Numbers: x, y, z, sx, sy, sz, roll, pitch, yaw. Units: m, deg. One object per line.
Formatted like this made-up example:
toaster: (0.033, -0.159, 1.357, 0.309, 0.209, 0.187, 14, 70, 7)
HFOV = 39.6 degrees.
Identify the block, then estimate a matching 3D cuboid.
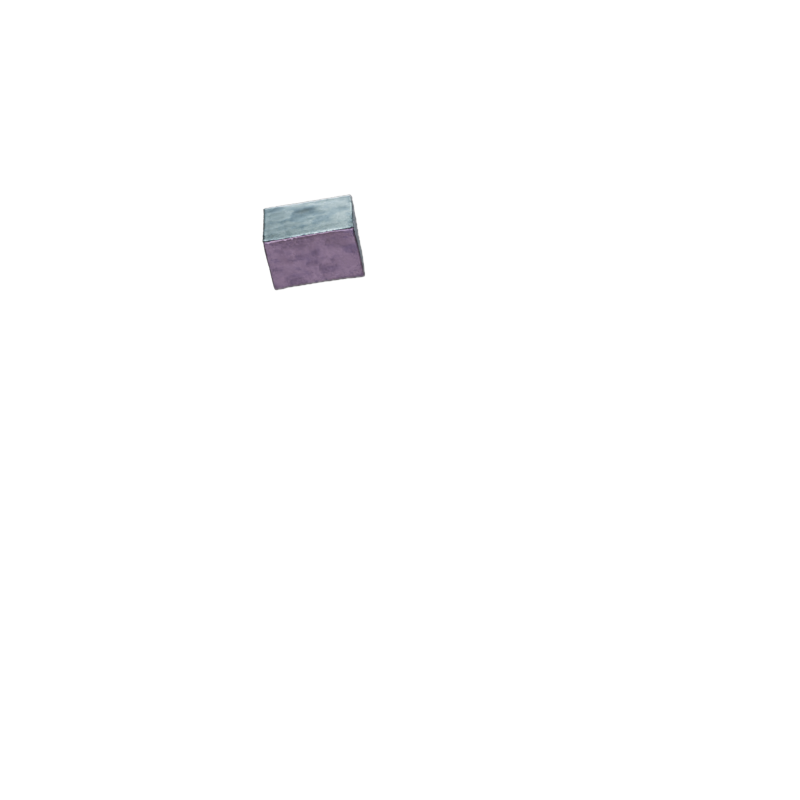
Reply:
block: (-0.072, -0.132, 0.923, 0.078, 0.049, 0.055, -8, 39, 5)
